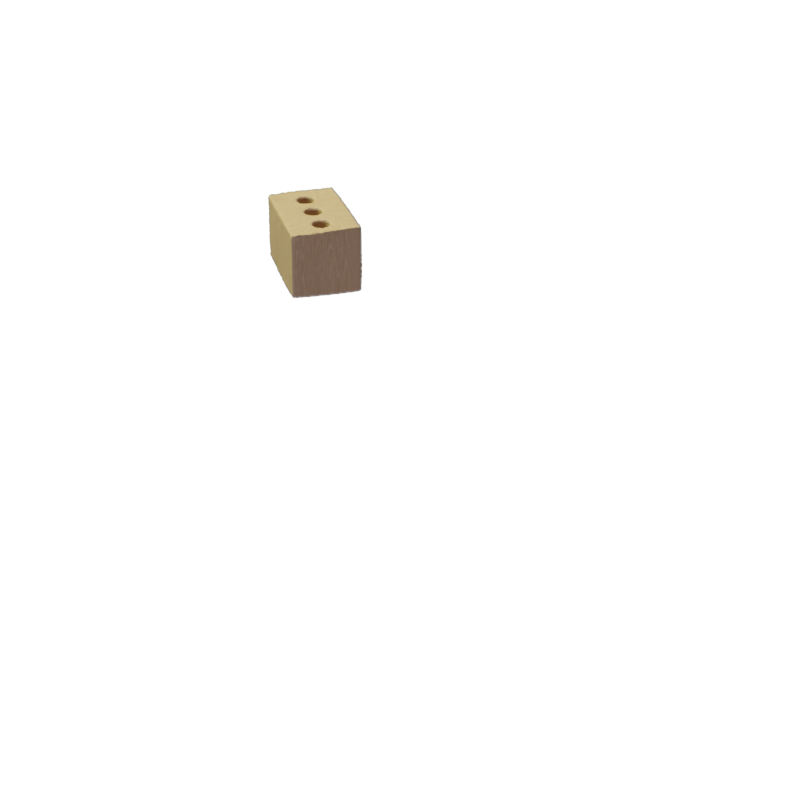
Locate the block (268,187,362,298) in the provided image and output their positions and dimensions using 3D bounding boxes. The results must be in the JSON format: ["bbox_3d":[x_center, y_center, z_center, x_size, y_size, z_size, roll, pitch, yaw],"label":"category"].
[{"bbox_3d":[-0.064,-0.117,0.819,0.052,0.048,0.084,-8,32,-16],"label":"block"}]
